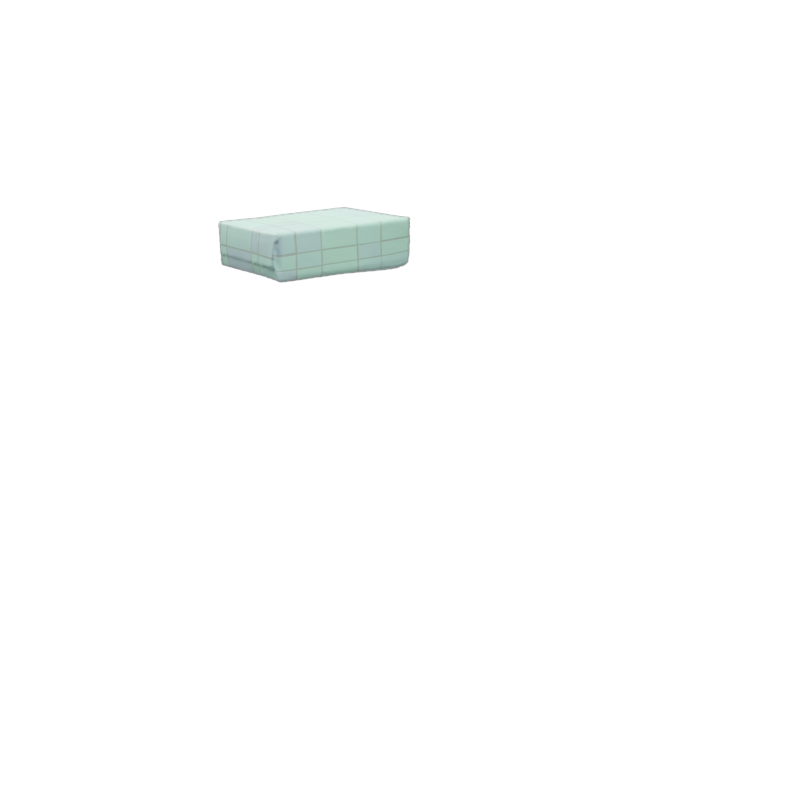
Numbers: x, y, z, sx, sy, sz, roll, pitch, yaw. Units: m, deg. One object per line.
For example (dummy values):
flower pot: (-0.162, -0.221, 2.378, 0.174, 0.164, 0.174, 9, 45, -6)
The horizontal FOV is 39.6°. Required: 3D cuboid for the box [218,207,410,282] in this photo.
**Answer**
box: (-0.063, -0.115, 0.803, 0.110, 0.038, 0.095, -10, 18, -32)
